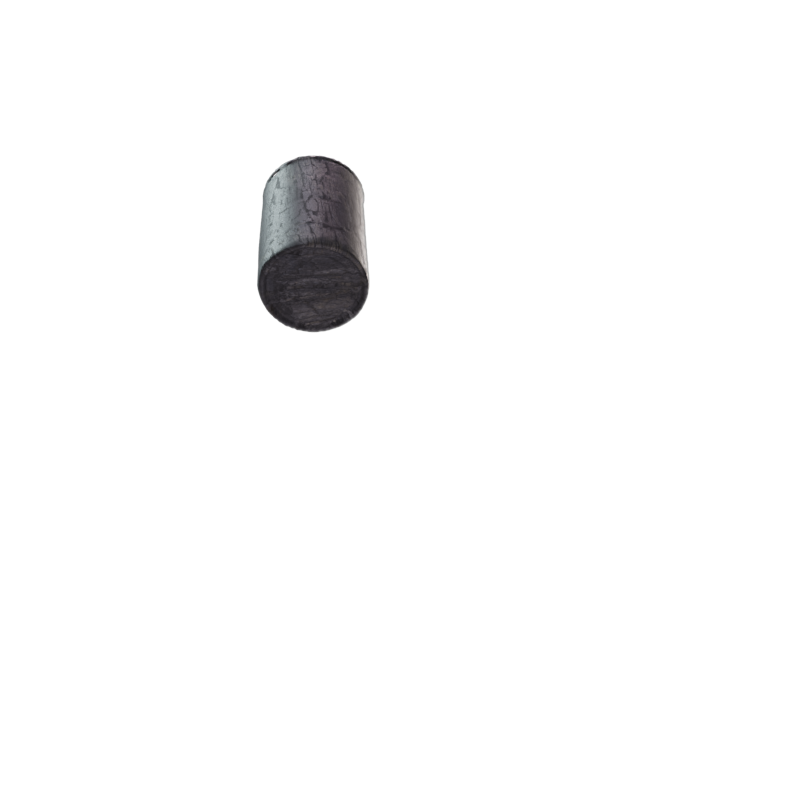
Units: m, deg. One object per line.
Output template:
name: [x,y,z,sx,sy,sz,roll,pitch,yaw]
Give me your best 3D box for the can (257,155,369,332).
can: [-0.054,-0.099,0.696,0.068,0.064,0.109,-1,39,-3]
